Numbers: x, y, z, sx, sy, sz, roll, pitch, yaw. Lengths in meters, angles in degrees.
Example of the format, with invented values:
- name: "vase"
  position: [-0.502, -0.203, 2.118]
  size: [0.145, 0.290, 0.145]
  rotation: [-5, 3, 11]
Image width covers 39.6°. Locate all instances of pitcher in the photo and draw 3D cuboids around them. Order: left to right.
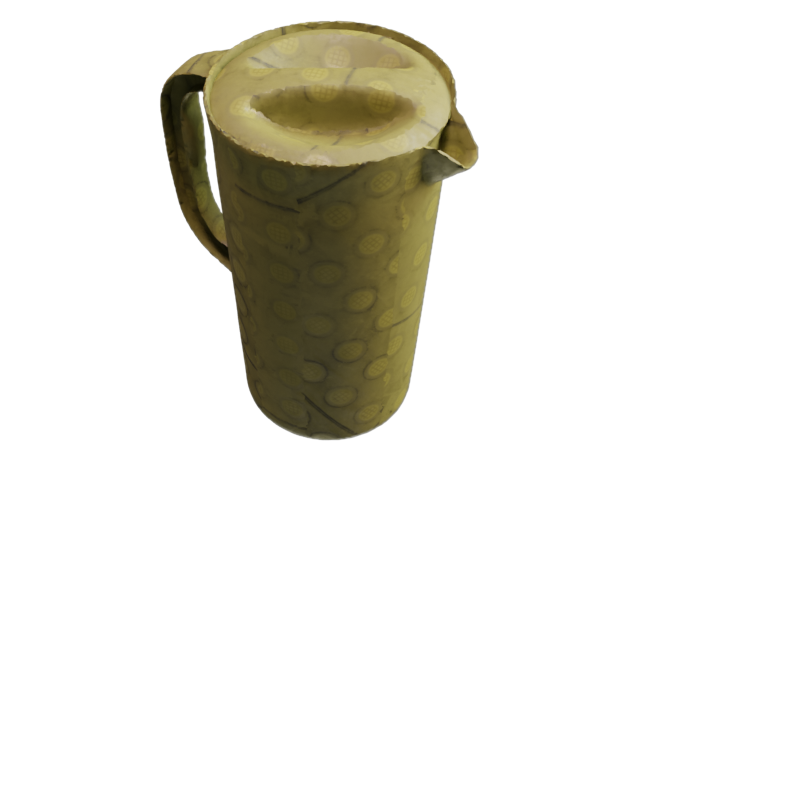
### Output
- name: "pitcher"
  position: [-0.052, -0.094, 0.658]
  size: [0.143, 0.226, 0.162]
  rotation: [-13, 48, -15]
